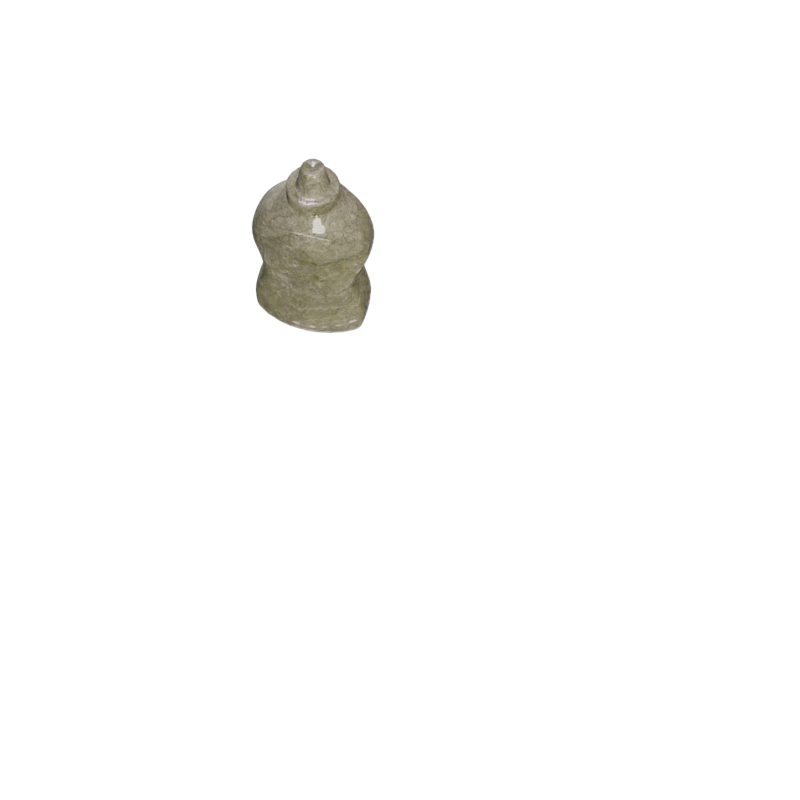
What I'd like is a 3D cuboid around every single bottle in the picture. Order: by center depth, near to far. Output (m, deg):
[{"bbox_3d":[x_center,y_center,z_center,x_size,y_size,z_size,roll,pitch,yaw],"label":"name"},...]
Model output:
[{"bbox_3d":[-0.070,-0.126,0.887,0.097,0.061,0.180,16,-30,6],"label":"bottle"}]
